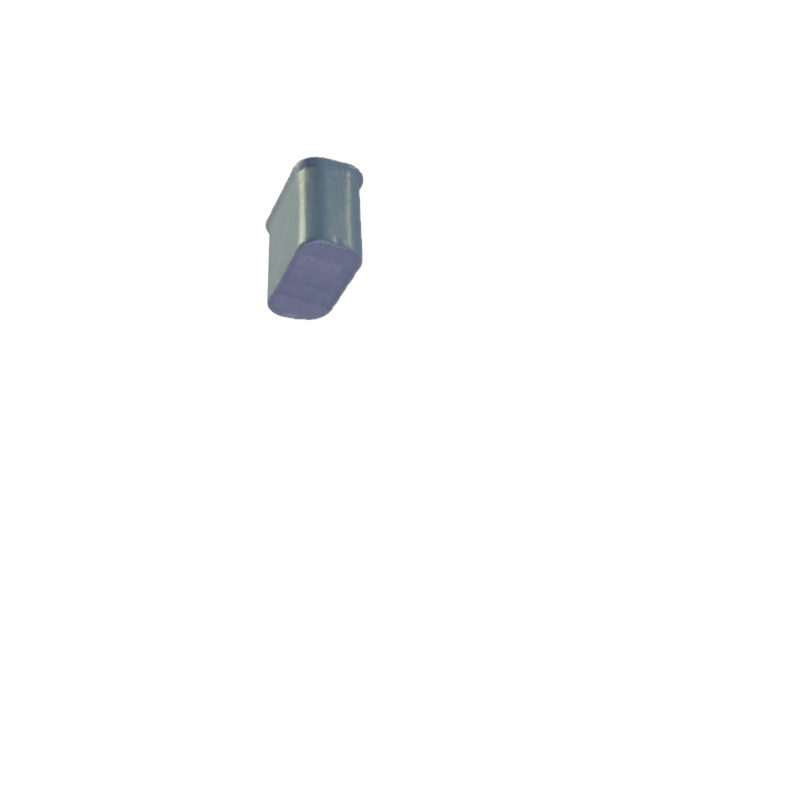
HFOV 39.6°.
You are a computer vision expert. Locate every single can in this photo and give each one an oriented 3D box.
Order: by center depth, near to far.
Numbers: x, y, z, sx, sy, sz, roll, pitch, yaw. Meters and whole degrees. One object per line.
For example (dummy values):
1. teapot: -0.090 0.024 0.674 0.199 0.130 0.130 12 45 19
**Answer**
1. can: -0.067 -0.122 0.857 0.056 0.090 0.098 13 -39 -20
